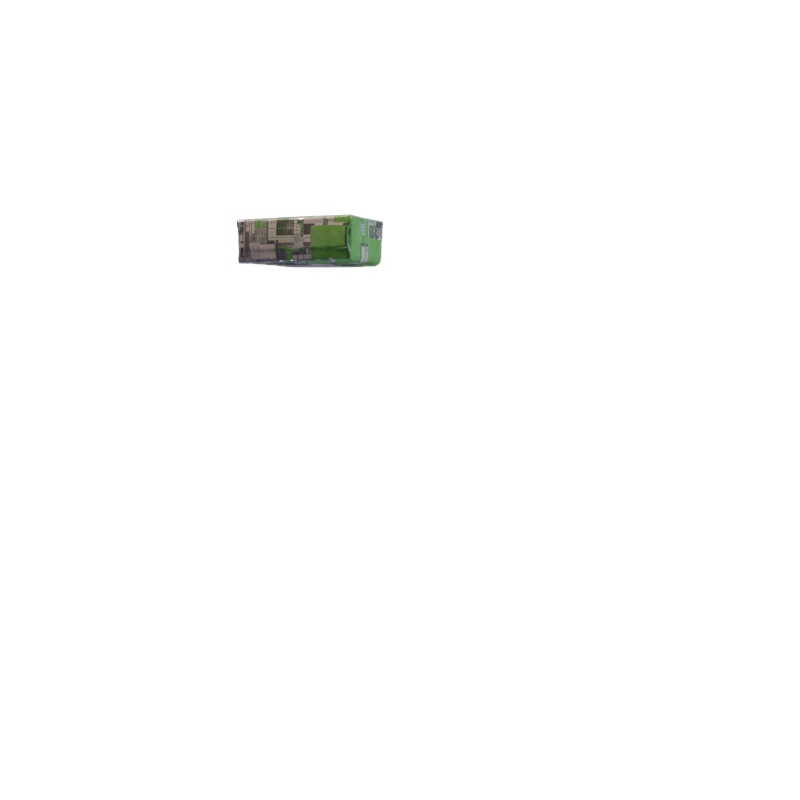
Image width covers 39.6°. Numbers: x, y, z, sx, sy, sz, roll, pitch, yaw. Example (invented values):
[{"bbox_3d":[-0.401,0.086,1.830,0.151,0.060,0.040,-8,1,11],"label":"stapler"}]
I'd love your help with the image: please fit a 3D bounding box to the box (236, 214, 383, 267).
[{"bbox_3d":[-0.068,-0.125,0.873,0.091,0.039,0.111,1,3,13],"label":"box"}]
